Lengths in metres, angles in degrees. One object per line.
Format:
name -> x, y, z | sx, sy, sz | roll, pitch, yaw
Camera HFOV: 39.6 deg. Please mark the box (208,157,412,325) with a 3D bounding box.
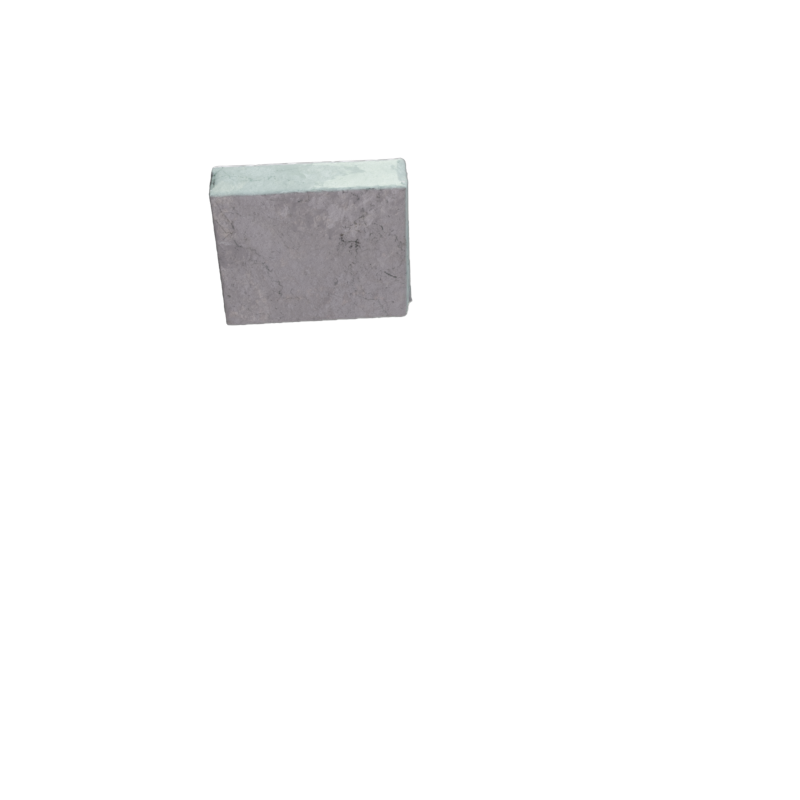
box -> -0.040, -0.073, 0.513 | 0.089, 0.068, 0.032 | -3, 37, 1
